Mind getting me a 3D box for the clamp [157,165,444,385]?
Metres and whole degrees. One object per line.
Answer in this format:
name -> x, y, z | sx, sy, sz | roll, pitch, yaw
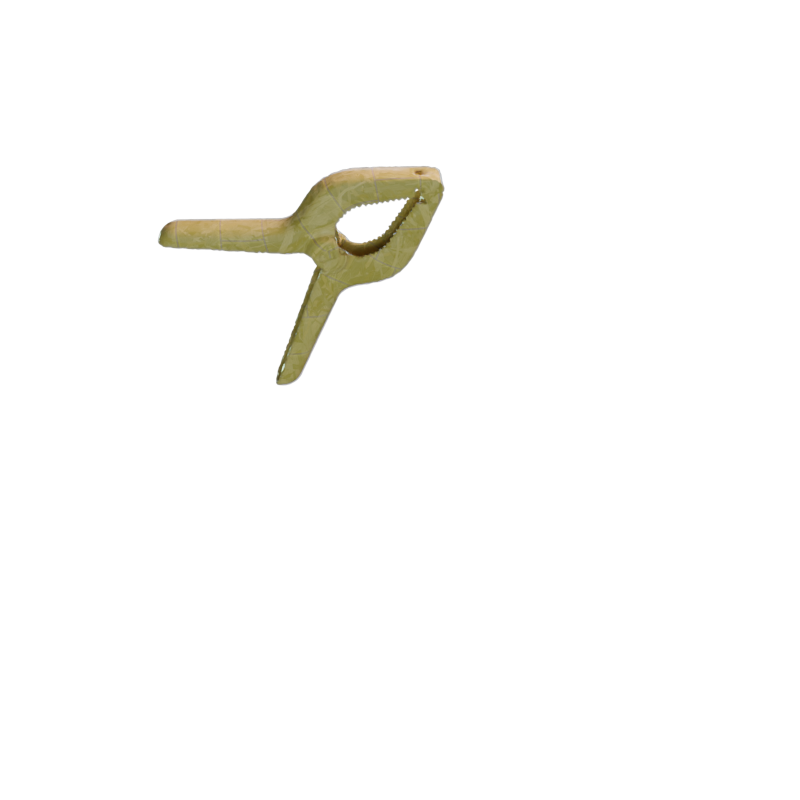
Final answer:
clamp -> -0.065, -0.119, 0.830 | 0.208, 0.156, 0.039 | -36, 23, 18
